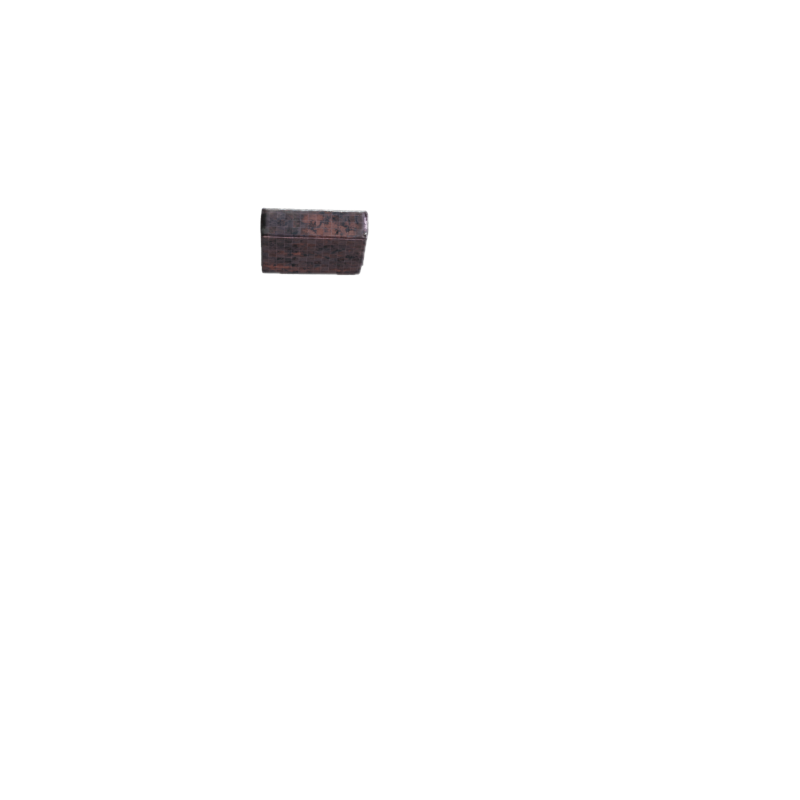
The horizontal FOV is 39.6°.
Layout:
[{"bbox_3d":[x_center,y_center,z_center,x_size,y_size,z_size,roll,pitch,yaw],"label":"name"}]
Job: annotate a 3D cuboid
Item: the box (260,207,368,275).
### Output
[{"bbox_3d":[-0.073,-0.134,0.937,0.089,0.032,0.070,1,-20,-3],"label":"box"}]
